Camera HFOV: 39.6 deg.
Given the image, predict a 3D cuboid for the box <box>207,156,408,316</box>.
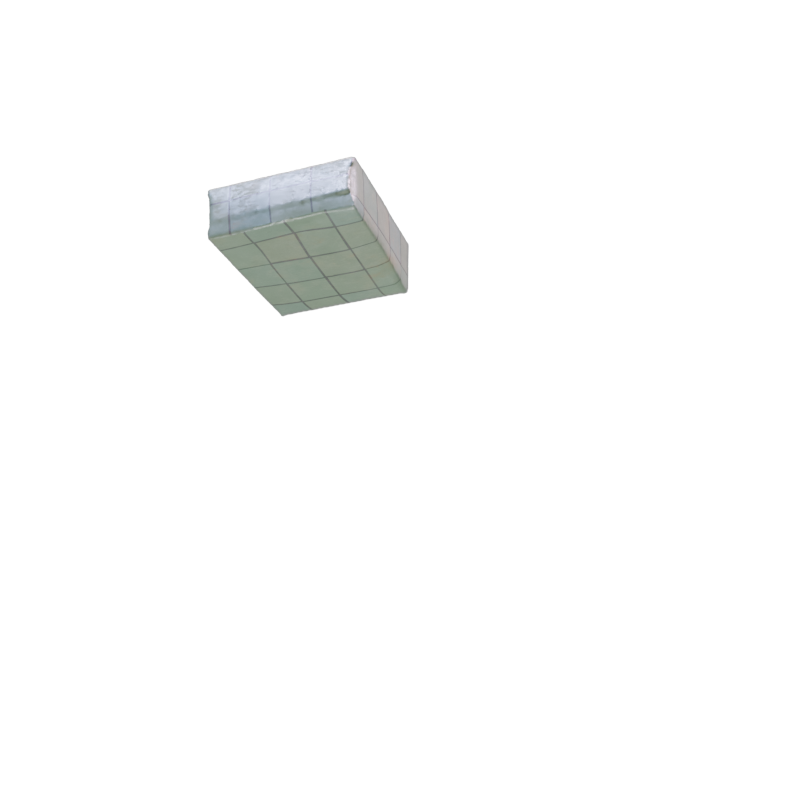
[{"bbox_3d":[-0.052,-0.094,0.660,0.091,0.041,0.105,-9,-27,16],"label":"box"}]
